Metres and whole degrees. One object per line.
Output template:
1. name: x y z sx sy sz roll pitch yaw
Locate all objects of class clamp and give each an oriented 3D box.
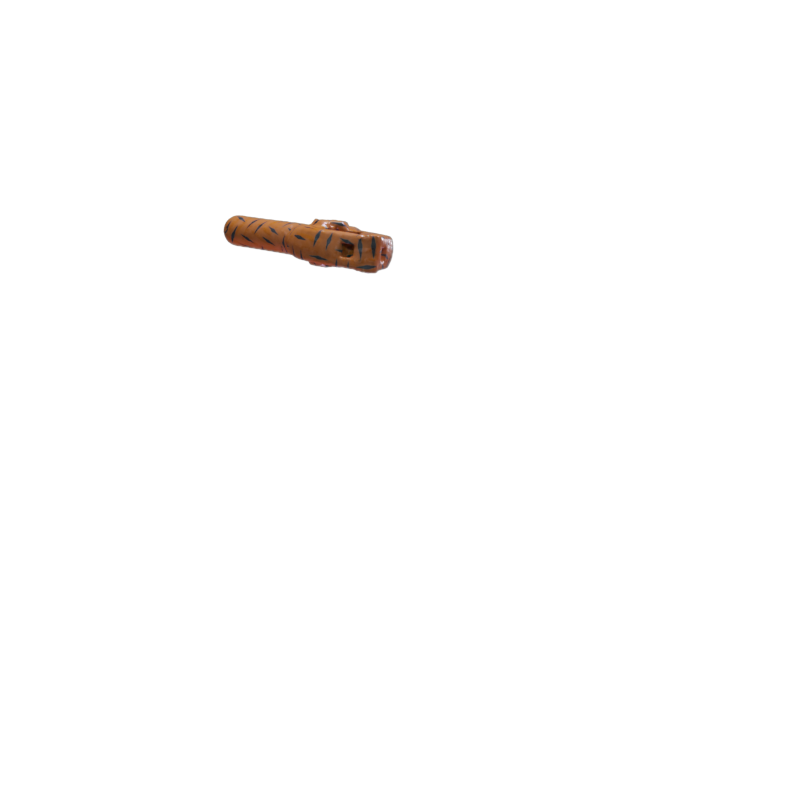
1. clamp: -0.066 -0.120 0.844 0.118 0.039 0.177 -3 10 -16
